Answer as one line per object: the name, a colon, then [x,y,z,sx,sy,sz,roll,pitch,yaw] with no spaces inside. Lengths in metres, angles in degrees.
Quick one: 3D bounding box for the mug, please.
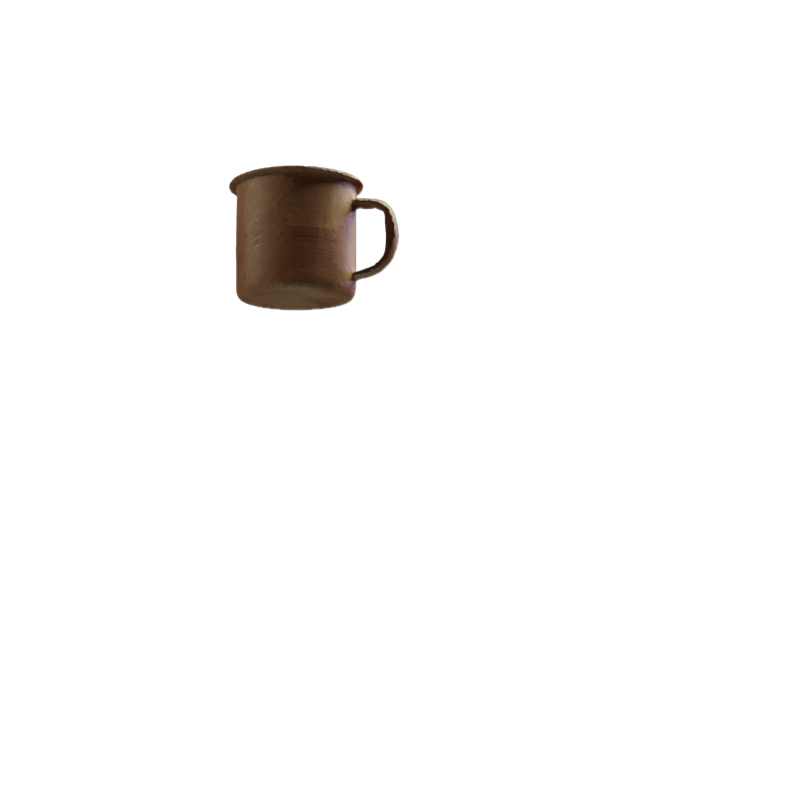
mug: [-0.059,-0.108,0.754,0.118,0.084,0.090,-2,-10,8]
